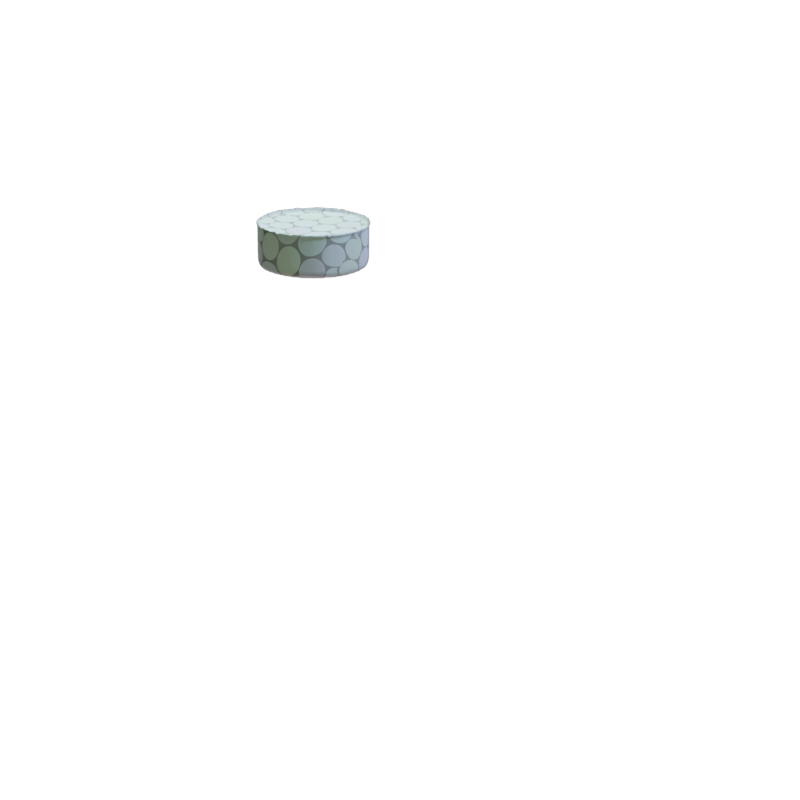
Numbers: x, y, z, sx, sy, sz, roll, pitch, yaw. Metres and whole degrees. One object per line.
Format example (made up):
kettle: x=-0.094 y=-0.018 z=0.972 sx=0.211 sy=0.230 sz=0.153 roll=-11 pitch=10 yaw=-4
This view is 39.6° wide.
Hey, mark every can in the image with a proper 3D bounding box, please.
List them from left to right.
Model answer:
can: x=-0.066 y=-0.120 z=0.839 sx=0.086 sy=0.032 sz=0.090 roll=-1 pitch=22 yaw=-2
